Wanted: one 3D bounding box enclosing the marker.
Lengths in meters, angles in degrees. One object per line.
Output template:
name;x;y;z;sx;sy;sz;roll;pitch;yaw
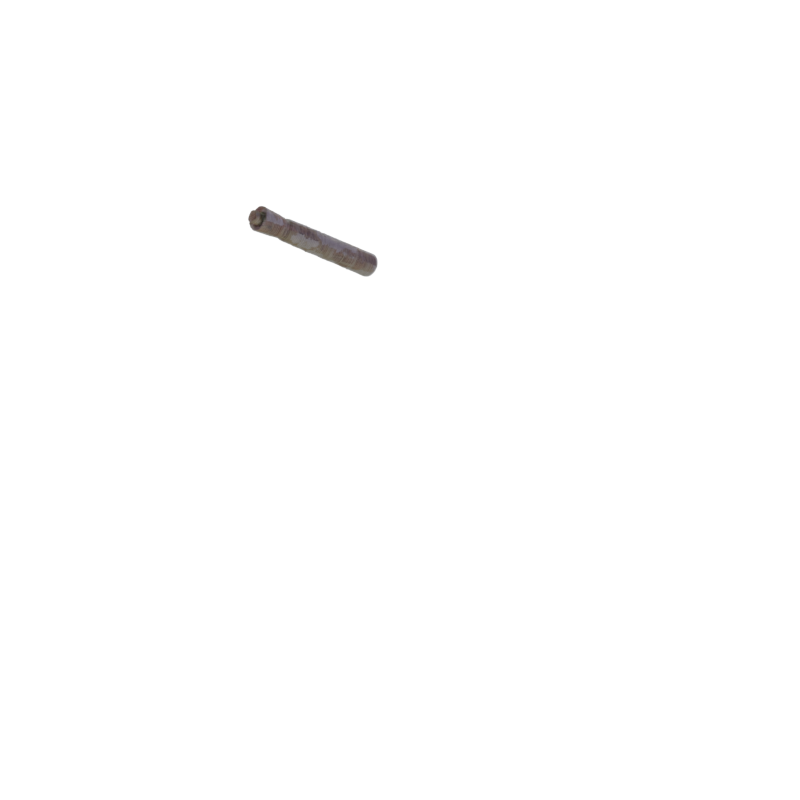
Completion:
marker;-0.064;-0.117;0.823;0.114;0.020;0.021;18;-9;-41
